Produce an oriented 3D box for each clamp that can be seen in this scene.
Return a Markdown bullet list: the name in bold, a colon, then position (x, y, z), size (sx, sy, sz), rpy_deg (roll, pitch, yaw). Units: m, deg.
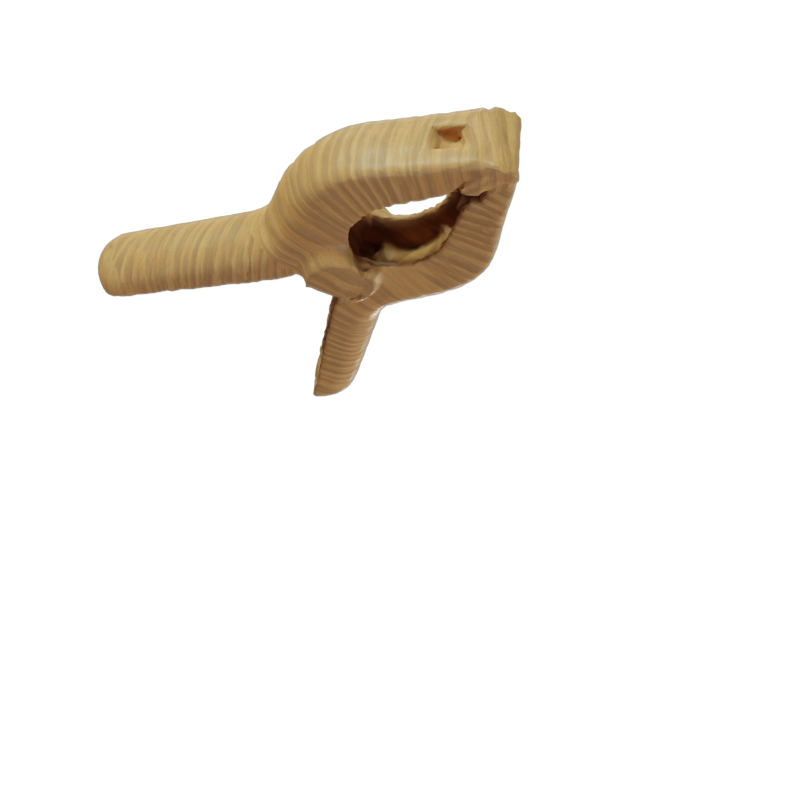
- **clamp**: position (-0.031, -0.057, 0.401), size (0.115, 0.042, 0.168), rpy_deg (18, -35, -28)
